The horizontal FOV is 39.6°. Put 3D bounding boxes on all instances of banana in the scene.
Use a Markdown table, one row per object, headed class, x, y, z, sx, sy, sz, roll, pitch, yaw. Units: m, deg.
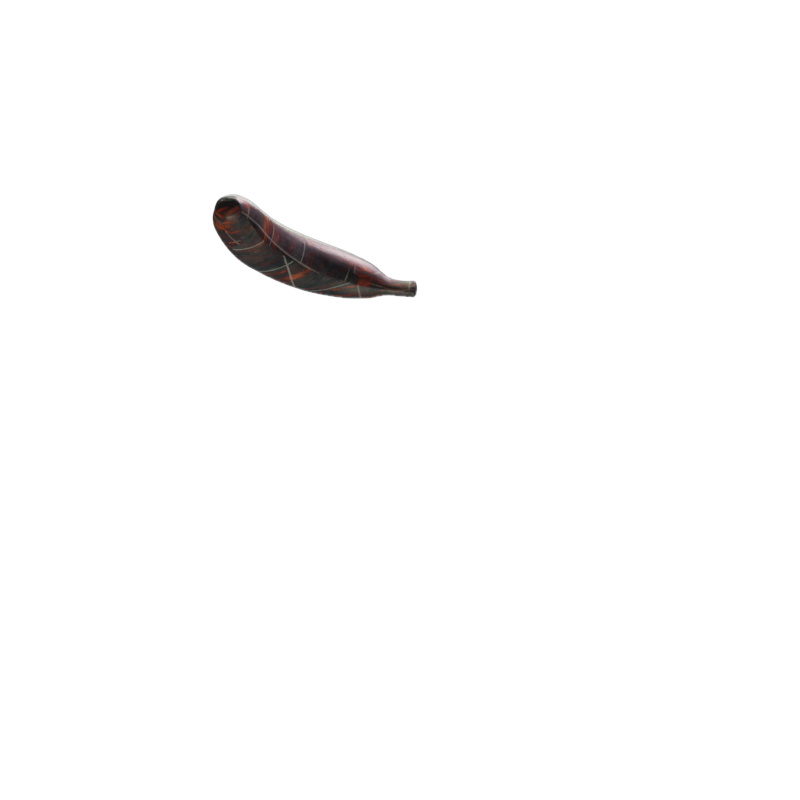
| class | x | y | z | sx | sy | sz | roll | pitch | yaw |
| --- | --- | --- | --- | --- | --- | --- | --- | --- | --- |
| banana | -0.072 | -0.105 | 0.776 | 0.071 | 0.038 | 0.186 | -13 | -19 | 39 |
